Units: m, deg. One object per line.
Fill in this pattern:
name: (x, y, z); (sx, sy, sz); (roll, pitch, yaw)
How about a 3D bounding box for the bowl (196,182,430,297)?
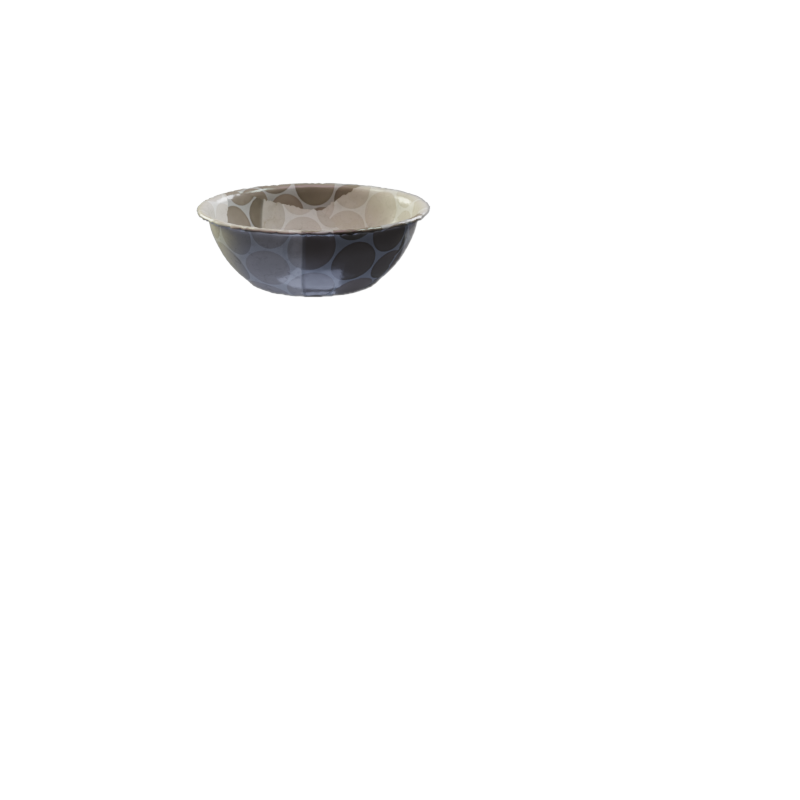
bowl: (-0.061, -0.111, 0.777); (0.162, 0.053, 0.169); (-1, 21, -2)
